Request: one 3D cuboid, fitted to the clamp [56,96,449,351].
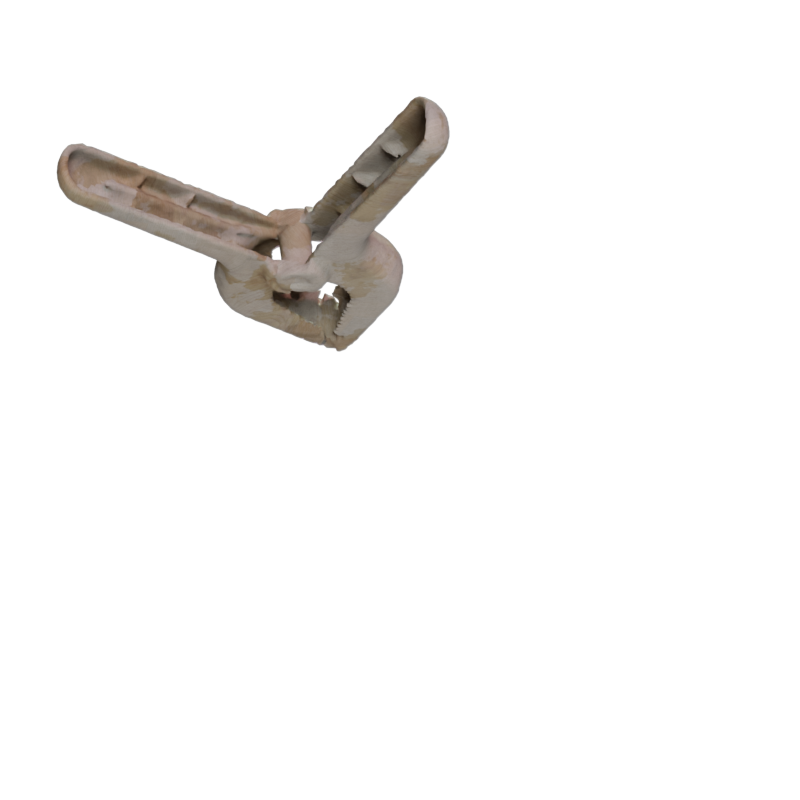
[{"bbox_3d":[-0.041,-0.075,0.526,0.167,0.038,0.196,-6,-22,15],"label":"clamp"}]
